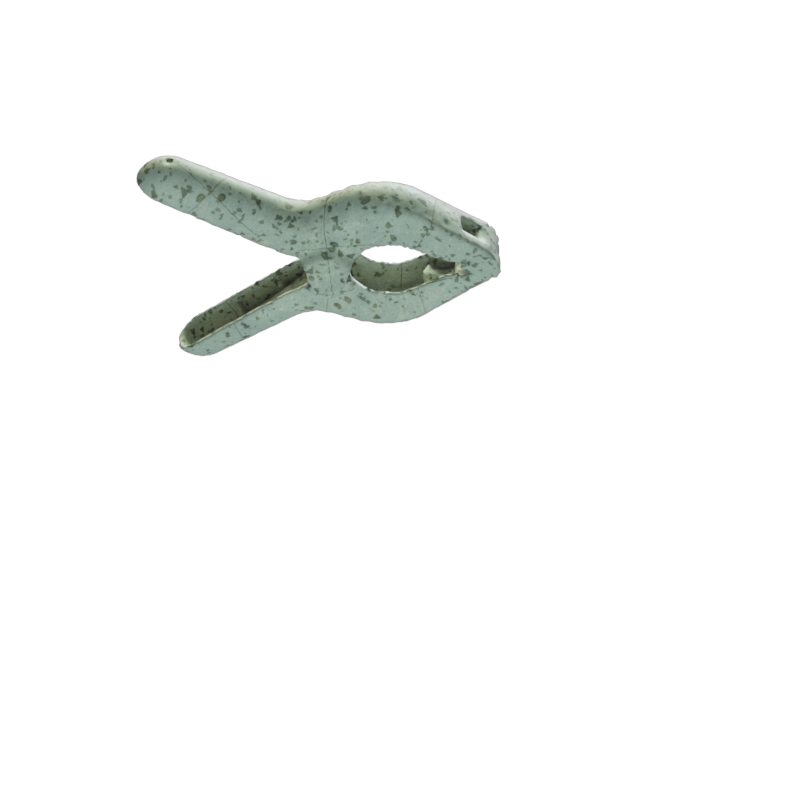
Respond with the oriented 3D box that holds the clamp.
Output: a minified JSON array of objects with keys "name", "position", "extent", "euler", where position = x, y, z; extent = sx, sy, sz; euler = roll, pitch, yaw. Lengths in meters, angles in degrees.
[{"name":"clamp","position":[-0.041,-0.076,0.529],"extent":[0.173,0.042,0.111],"euler":[-9,-41,10]}]
